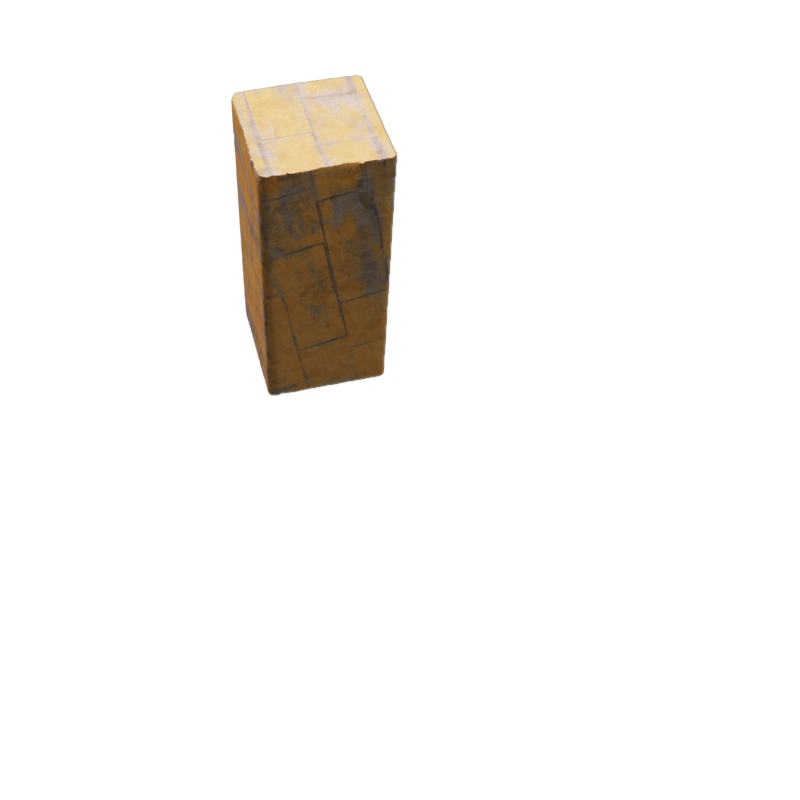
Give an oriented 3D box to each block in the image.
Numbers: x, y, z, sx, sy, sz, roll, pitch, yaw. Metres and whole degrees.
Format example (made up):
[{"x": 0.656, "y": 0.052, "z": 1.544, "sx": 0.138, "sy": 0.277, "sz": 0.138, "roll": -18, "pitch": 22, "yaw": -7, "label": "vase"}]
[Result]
[{"x": -0.060, "y": -0.109, "z": 0.764, "sx": 0.089, "sy": 0.098, "sz": 0.192, "roll": -10, "pitch": -41, "yaw": -12, "label": "block"}]
